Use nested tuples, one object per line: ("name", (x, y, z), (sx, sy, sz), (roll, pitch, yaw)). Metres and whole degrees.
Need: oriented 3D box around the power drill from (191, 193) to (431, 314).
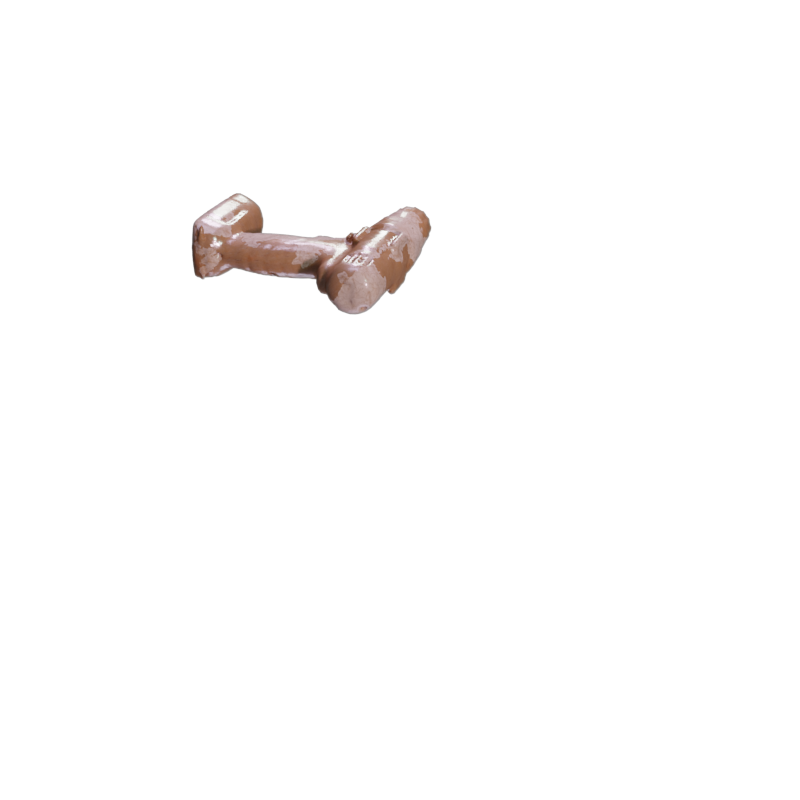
("power drill", (-0.078, -0.142, 0.996), (0.194, 0.054, 0.188), (9, 28, 18))
